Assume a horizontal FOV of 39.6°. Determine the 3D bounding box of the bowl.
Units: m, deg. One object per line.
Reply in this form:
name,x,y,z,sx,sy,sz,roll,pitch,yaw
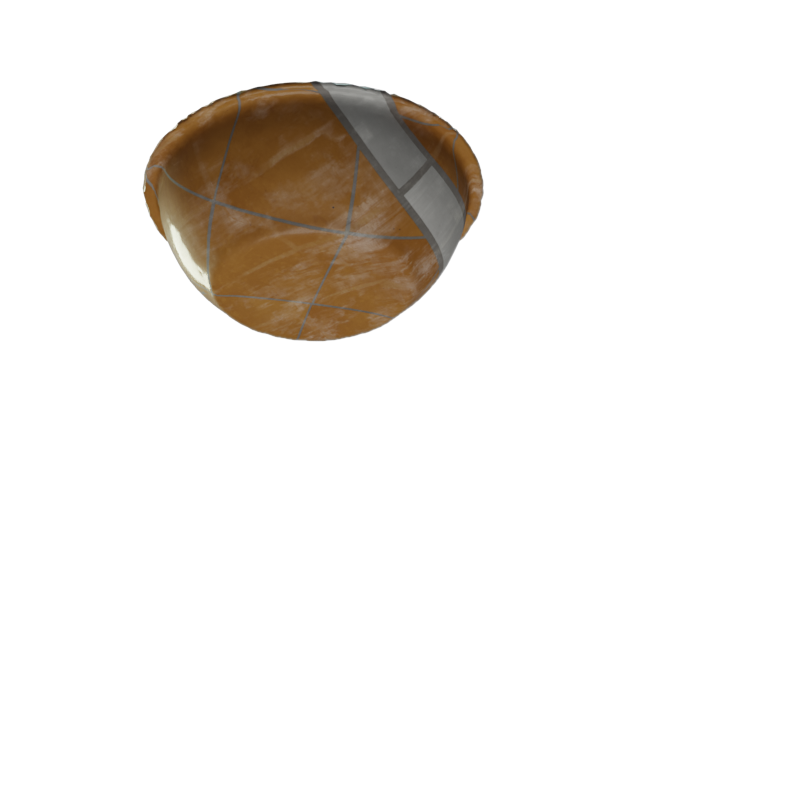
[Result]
bowl,-0.040,-0.074,0.515,0.162,0.059,0.152,1,-31,-2
